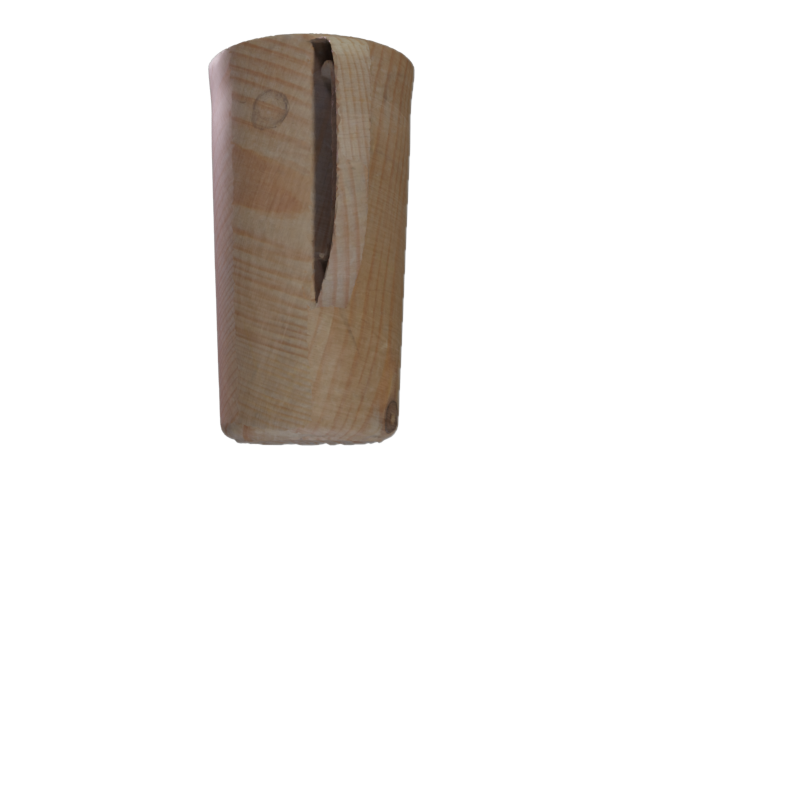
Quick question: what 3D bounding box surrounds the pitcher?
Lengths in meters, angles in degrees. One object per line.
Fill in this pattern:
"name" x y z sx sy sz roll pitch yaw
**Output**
"pitcher" -0.053 -0.097 0.682 0.149 0.250 0.141 -6 -11 28
